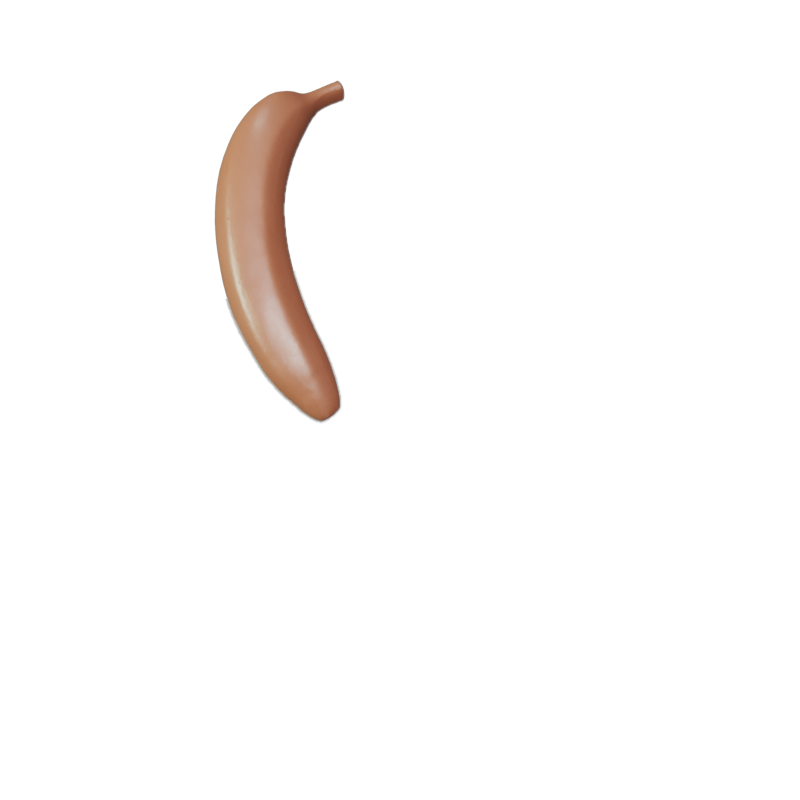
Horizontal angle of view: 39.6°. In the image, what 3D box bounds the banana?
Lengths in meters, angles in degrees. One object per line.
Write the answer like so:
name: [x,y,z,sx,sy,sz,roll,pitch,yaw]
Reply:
banana: [-0.064,-0.088,0.589,0.069,0.207,0.035,0,-20,-1]
